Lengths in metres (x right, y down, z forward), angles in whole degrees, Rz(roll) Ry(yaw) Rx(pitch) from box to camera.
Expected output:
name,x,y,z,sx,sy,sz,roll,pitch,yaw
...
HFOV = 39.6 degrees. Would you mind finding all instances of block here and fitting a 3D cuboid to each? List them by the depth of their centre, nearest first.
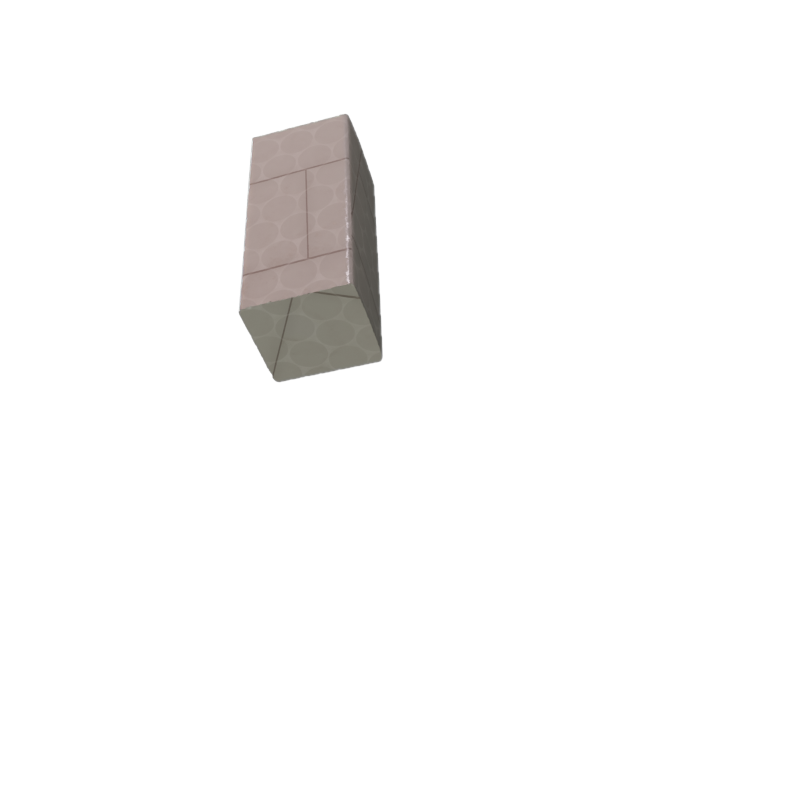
name,x,y,z,sx,sy,sz,roll,pitch,yaw
block,-0.070,-0.128,0.903,0.091,0.221,0.083,-13,-44,10
